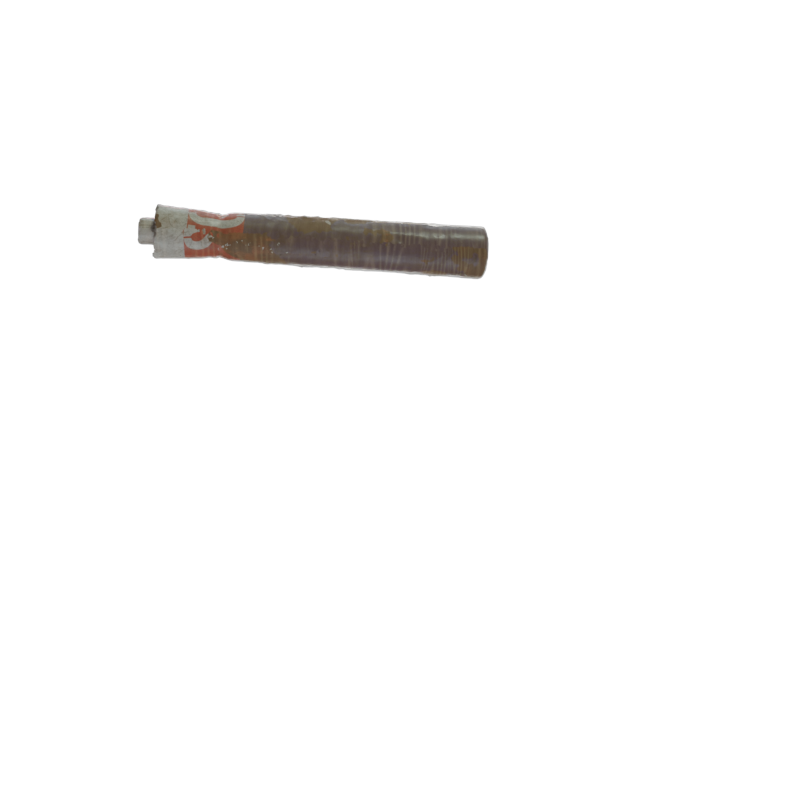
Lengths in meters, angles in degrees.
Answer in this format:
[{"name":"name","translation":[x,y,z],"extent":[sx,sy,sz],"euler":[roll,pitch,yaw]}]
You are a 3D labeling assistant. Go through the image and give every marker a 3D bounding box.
[{"name":"marker","translation":[-0.030,-0.055,0.387],"extent":[0.120,0.020,0.020],"euler":[3,4,-5]}]
